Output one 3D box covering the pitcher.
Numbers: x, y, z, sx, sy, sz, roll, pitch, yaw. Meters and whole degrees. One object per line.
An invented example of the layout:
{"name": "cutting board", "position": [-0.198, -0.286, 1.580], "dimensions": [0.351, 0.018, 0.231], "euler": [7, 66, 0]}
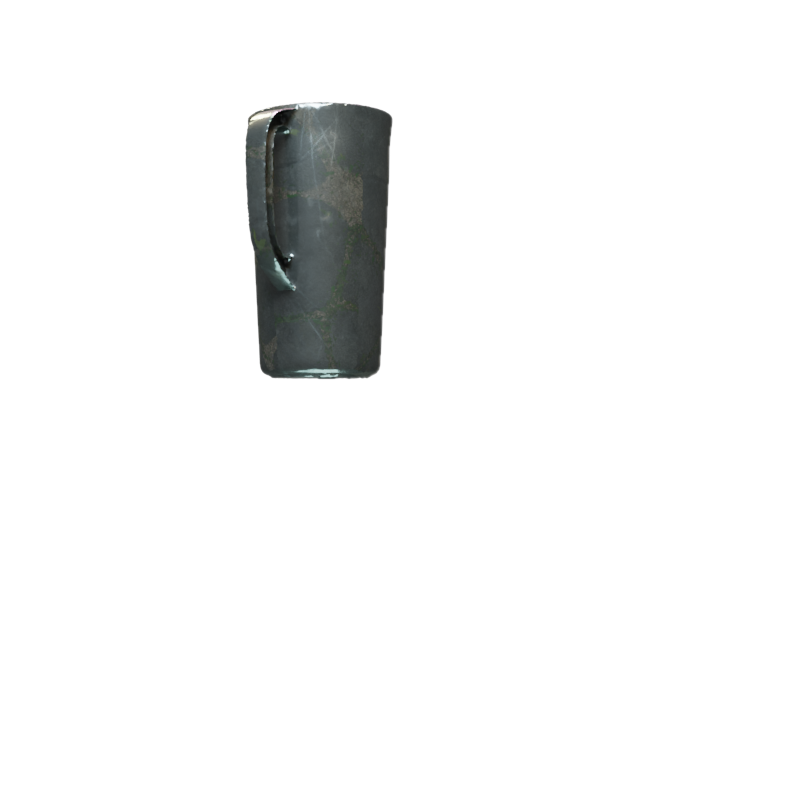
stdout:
{"name": "pitcher", "position": [-0.078, -0.142, 0.997], "dimensions": [0.146, 0.247, 0.146], "euler": [1, -6, -17]}
